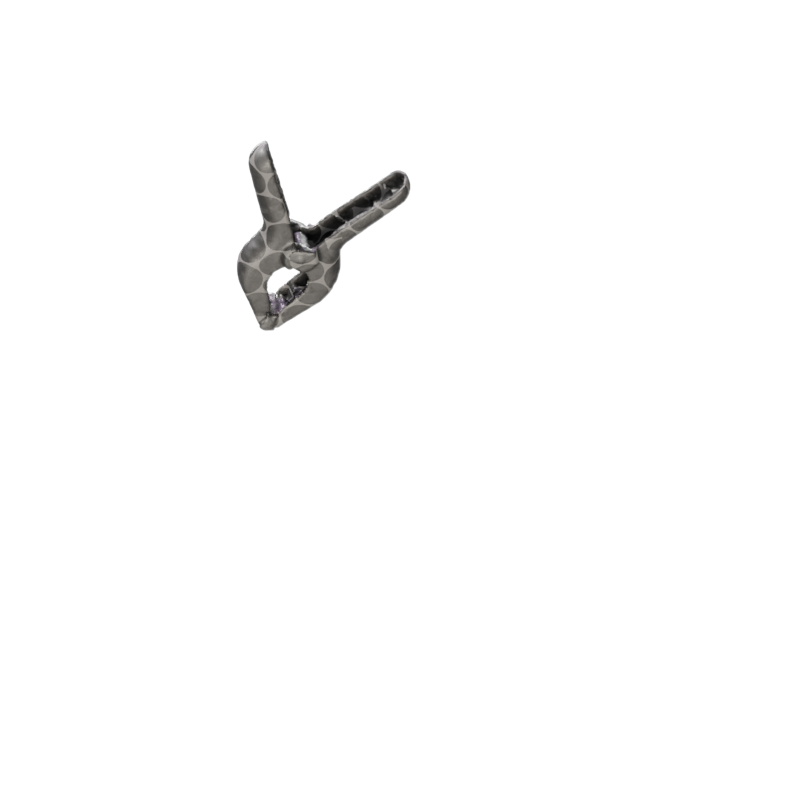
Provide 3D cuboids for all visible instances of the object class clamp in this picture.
[{"bbox_3d":[-0.065,-0.119,0.833,0.118,0.042,0.162,9,-43,-10],"label":"clamp"}]
